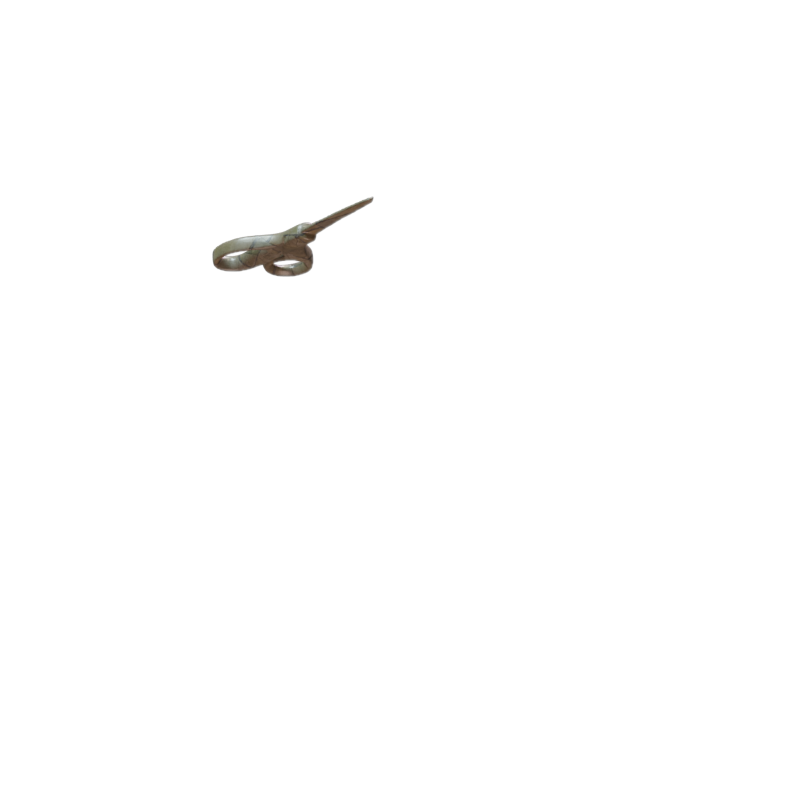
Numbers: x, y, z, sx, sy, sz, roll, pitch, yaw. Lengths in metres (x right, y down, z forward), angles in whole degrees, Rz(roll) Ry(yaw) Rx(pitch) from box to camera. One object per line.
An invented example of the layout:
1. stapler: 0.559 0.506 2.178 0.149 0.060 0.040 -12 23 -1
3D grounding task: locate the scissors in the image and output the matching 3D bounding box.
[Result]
1. scissors: -0.073 -0.133 0.929 0.206 0.016 0.091 -9 -14 39
